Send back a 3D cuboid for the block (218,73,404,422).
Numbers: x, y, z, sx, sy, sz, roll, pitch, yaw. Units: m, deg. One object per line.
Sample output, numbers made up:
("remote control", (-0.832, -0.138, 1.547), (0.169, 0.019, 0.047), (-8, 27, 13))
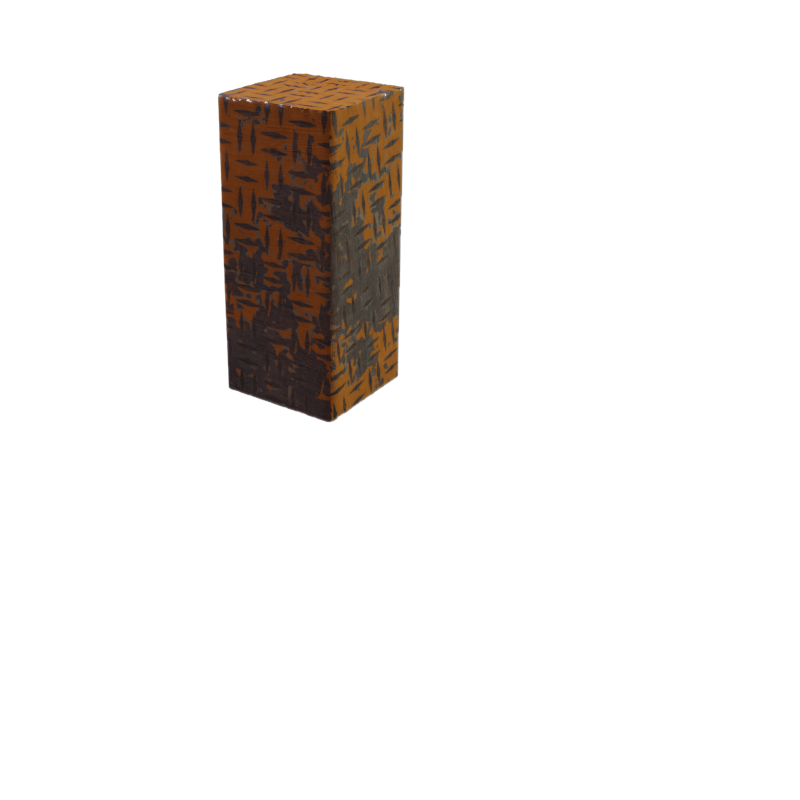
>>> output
("block", (-0.059, -0.106, 0.740), (0.095, 0.197, 0.090), (15, 25, 30))
